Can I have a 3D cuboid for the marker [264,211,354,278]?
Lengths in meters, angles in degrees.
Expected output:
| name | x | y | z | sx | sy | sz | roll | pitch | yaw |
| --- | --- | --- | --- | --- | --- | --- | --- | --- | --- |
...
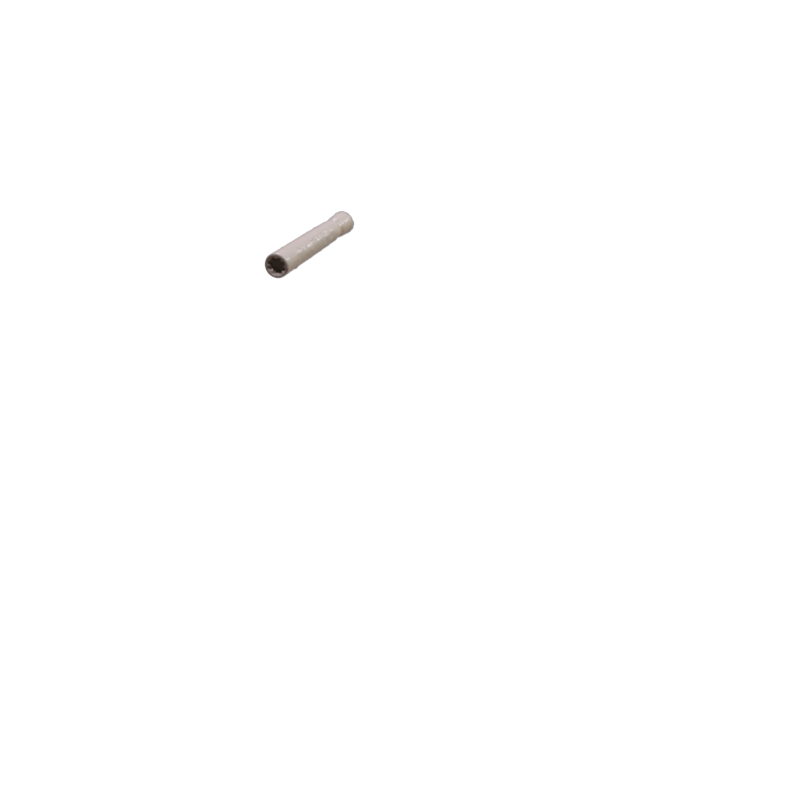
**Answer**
| name | x | y | z | sx | sy | sz | roll | pitch | yaw |
| --- | --- | --- | --- | --- | --- | --- | --- | --- | --- |
| marker | -0.065 | -0.119 | 0.831 | 0.020 | 0.019 | 0.123 | 1 | 24 | 23 |
